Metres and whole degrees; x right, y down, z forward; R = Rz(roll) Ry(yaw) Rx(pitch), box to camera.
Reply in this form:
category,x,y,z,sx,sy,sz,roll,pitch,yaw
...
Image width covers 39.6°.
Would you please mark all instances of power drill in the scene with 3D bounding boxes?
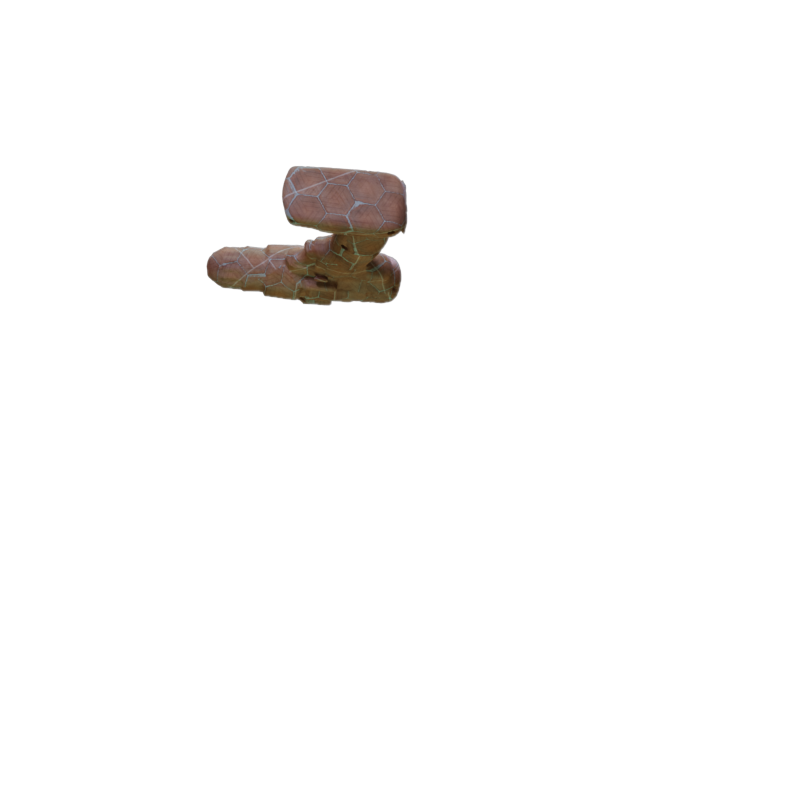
category,x,y,z,sx,sy,sz,roll,pitch,yaw
power drill,-0.078,-0.142,0.992,0.182,0.060,0.181,3,-18,-9
